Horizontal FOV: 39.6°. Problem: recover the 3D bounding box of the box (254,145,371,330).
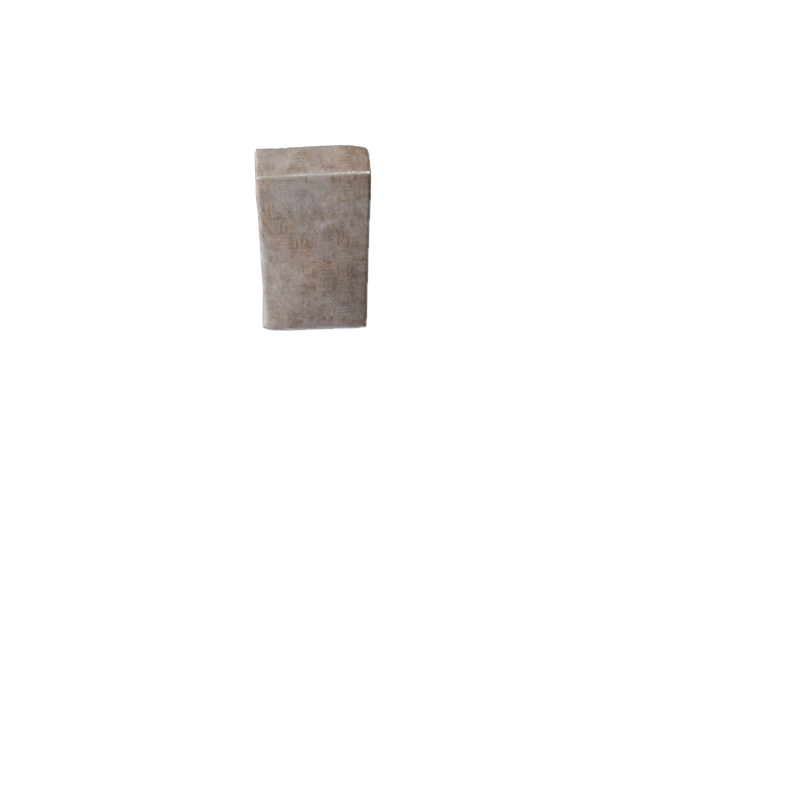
[{"bbox_3d":[-0.073,-0.133,0.932,0.093,0.164,0.052,-1,44,-4],"label":"box"}]
